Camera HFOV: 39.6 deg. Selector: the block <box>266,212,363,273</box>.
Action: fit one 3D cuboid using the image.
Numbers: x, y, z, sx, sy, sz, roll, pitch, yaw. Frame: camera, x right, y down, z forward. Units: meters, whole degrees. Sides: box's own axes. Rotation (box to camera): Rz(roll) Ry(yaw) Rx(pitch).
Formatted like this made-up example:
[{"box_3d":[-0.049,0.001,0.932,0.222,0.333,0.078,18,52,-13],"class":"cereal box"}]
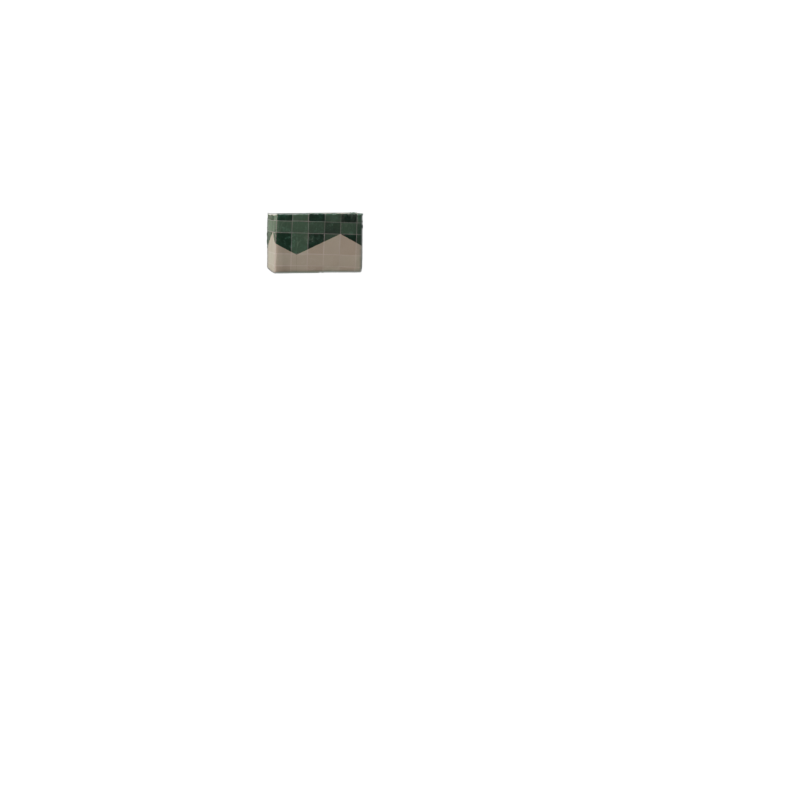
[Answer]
[{"box_3d":[-0.076,-0.138,0.967,0.077,0.051,0.054,-2,8,-13],"class":"block"}]
